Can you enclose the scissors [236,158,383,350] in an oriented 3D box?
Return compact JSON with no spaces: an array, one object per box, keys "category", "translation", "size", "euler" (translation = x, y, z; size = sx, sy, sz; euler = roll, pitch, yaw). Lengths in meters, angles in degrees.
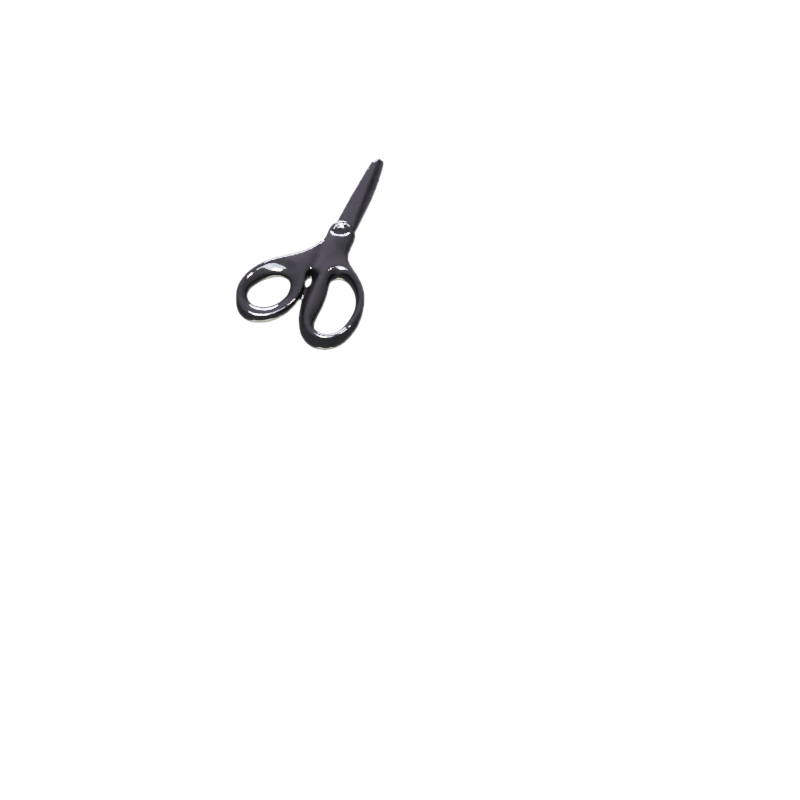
[{"category":"scissors","translation":[-0.062,-0.113,0.795],"size":[0.096,0.216,0.015],"euler":[1,-45,1]}]
